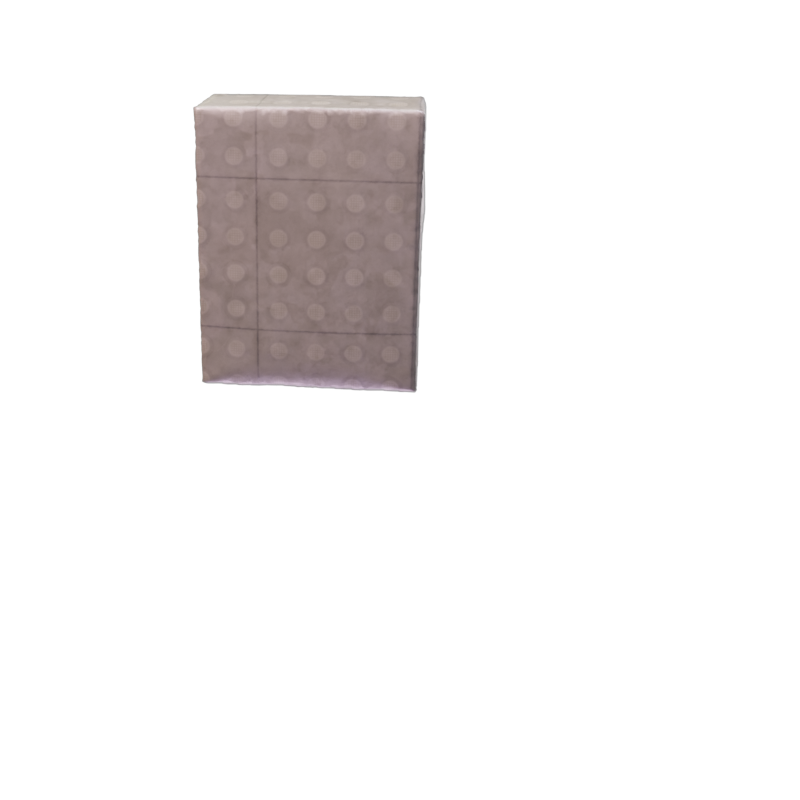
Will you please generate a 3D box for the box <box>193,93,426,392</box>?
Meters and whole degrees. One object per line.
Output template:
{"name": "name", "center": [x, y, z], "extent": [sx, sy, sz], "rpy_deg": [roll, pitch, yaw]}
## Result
{"name": "box", "center": [-0.065, -0.118, 0.825], "extent": [0.165, 0.205, 0.074], "rpy_deg": [3, 18, 5]}
